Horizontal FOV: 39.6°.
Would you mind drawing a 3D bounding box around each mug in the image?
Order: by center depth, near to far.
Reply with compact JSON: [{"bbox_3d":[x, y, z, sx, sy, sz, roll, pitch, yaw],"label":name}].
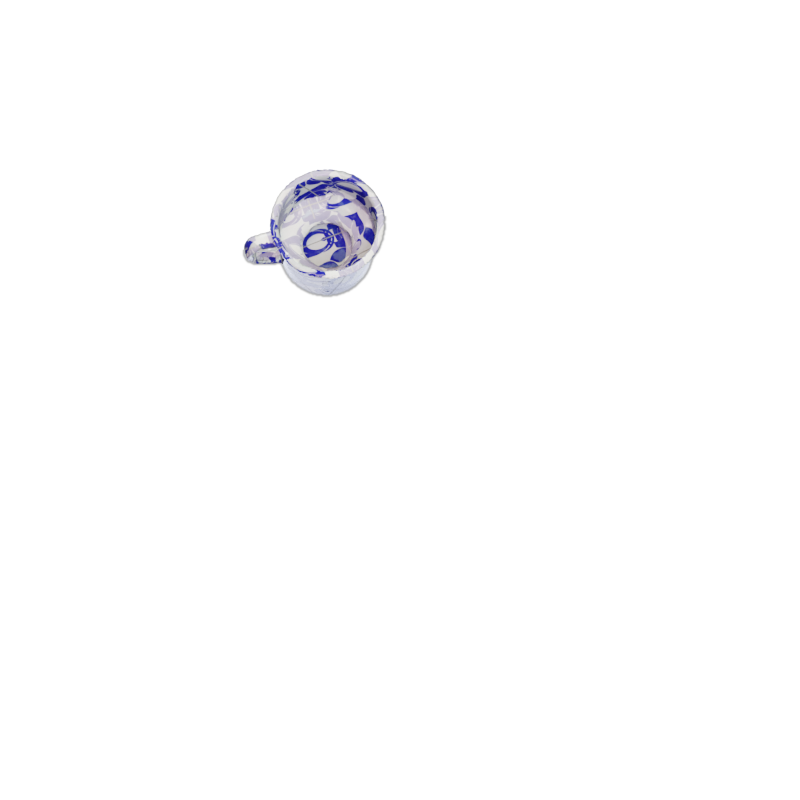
[{"bbox_3d":[-0.073,-0.133,0.929,0.117,0.097,0.079,-14,-14,-5],"label":"mug"}]
